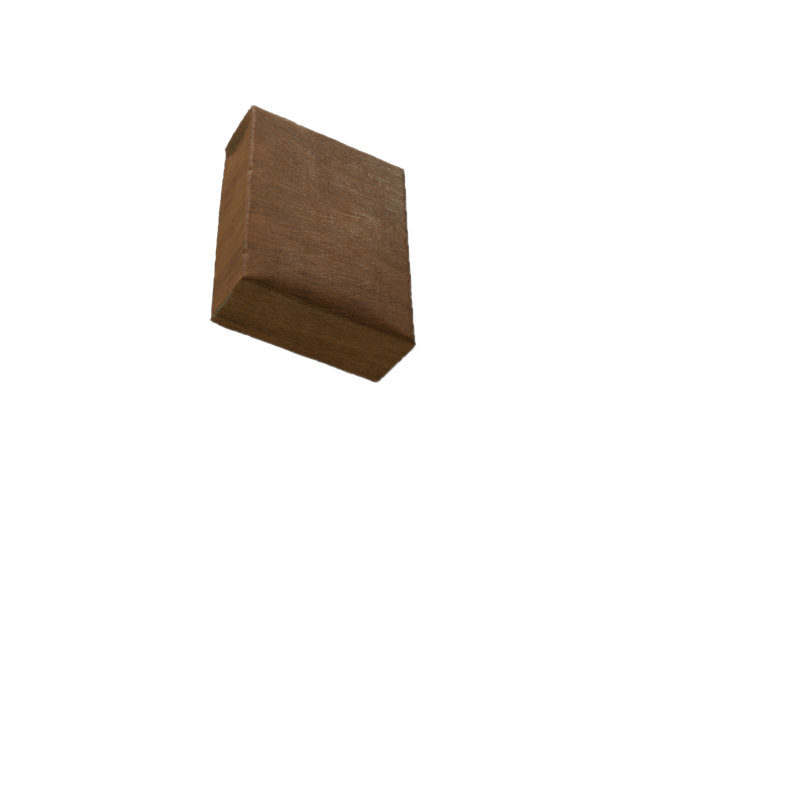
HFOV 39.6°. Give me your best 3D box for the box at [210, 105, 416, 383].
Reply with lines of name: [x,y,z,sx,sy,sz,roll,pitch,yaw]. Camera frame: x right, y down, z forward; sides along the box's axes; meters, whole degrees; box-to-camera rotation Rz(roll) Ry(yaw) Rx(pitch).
box: [-0.076,-0.138,0.968,0.157,0.229,0.070,19,-45,-23]
